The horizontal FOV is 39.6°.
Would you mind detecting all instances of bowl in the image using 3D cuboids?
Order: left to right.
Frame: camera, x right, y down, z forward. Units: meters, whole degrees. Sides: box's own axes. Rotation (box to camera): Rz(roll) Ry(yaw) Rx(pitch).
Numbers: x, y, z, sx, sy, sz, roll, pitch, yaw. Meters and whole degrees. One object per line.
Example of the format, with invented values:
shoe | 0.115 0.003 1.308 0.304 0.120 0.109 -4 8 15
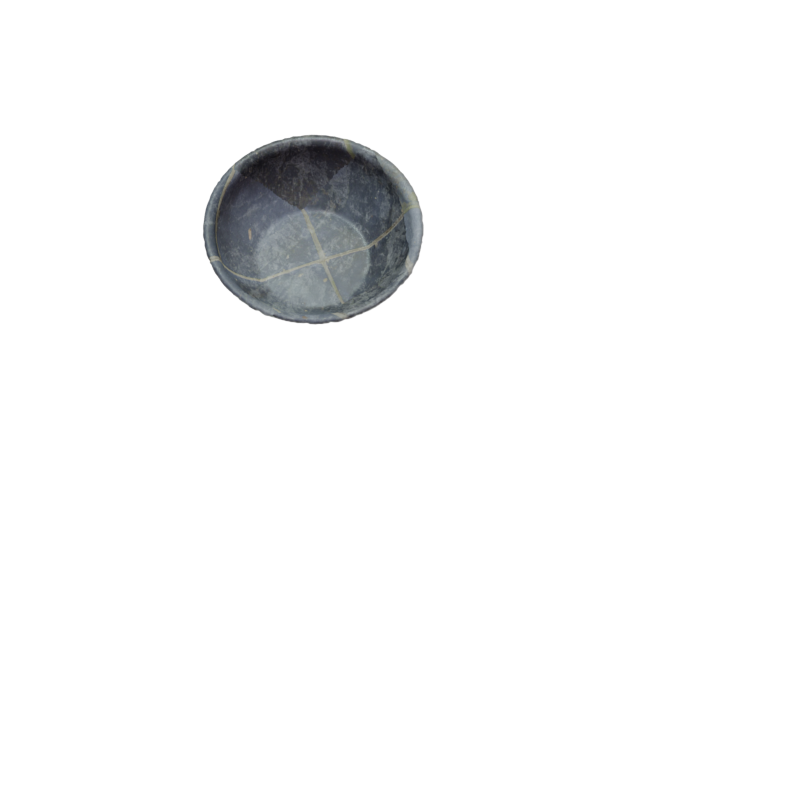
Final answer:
bowl | -0.065 -0.119 0.833 0.162 0.172 0.052 -1 -28 -1
